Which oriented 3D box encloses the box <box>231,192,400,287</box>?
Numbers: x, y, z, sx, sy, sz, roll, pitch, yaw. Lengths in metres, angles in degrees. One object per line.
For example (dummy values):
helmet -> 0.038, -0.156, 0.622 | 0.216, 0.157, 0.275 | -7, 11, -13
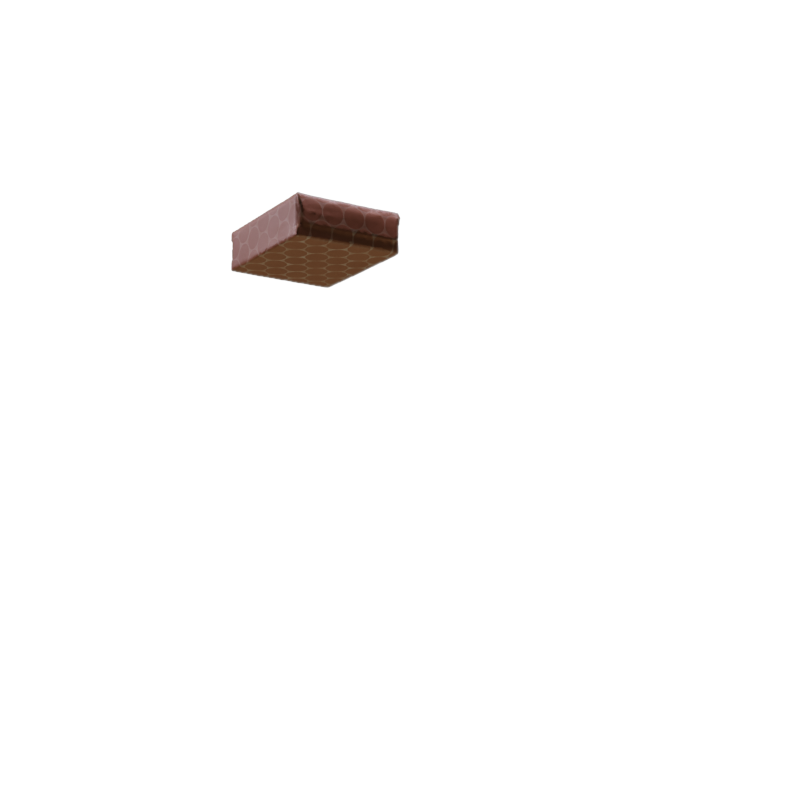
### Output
box -> -0.054, -0.099, 0.692 | 0.070, 0.031, 0.090 | 8, -14, -32
